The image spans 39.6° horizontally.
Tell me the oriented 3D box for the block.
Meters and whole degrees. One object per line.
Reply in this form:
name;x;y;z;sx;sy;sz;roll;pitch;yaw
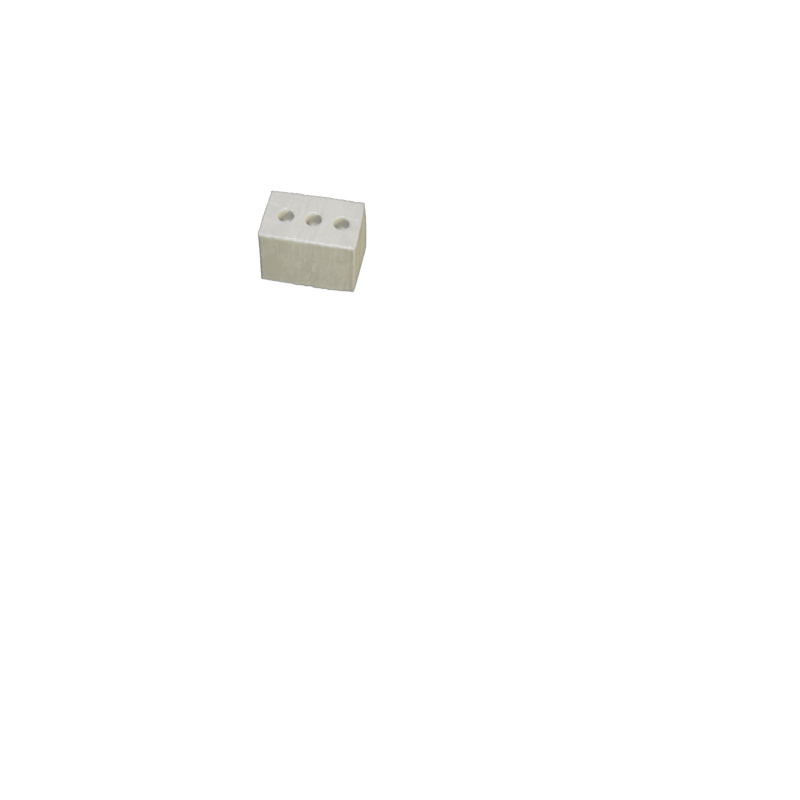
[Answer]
block;-0.068;-0.124;0.871;0.079;0.056;0.048;8;-41;6
